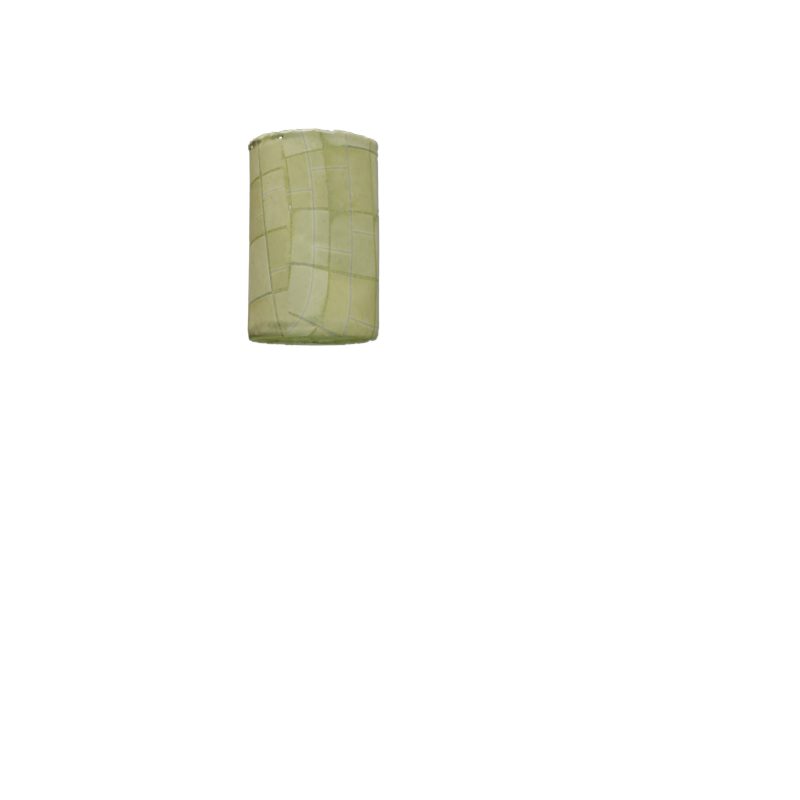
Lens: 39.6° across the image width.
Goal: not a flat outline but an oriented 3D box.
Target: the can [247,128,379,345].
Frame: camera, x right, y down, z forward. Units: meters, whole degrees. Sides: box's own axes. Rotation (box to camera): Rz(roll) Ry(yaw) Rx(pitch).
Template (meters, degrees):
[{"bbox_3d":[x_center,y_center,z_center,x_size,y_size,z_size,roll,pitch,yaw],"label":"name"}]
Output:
[{"bbox_3d":[-0.045,-0.081,0.569,0.068,0.104,0.067,0,-7,-2],"label":"can"}]
